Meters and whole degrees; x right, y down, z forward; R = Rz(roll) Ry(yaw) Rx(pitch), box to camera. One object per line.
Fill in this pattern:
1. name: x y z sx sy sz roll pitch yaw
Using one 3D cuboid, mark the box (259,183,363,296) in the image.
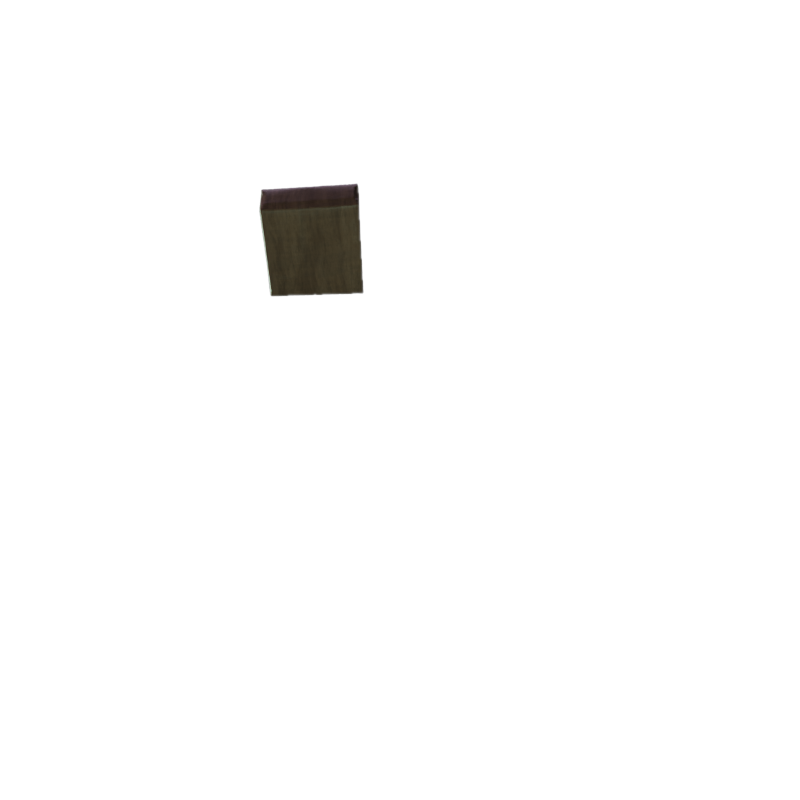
1. box: -0.066 -0.120 0.841 0.073 0.083 0.032 -2 43 1
